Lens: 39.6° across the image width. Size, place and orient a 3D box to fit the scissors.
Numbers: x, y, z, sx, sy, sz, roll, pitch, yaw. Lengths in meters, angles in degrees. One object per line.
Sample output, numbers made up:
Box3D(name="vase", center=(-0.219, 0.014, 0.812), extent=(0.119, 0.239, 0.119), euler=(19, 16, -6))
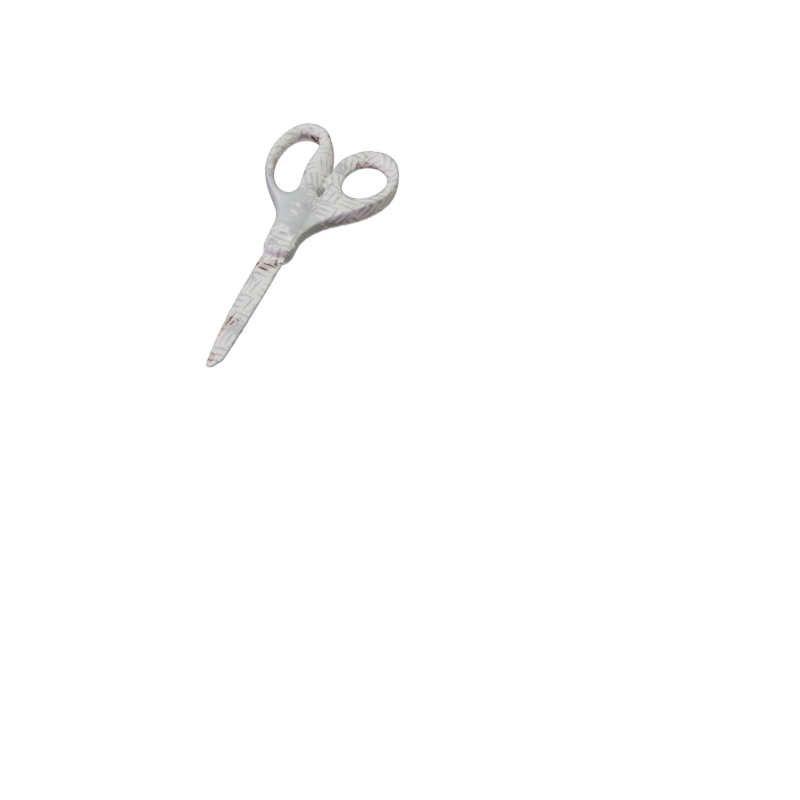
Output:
Box3D(name="scissors", center=(-0.053, -0.097, 0.679), extent=(0.097, 0.215, 0.015), euler=(4, -39, 3))
